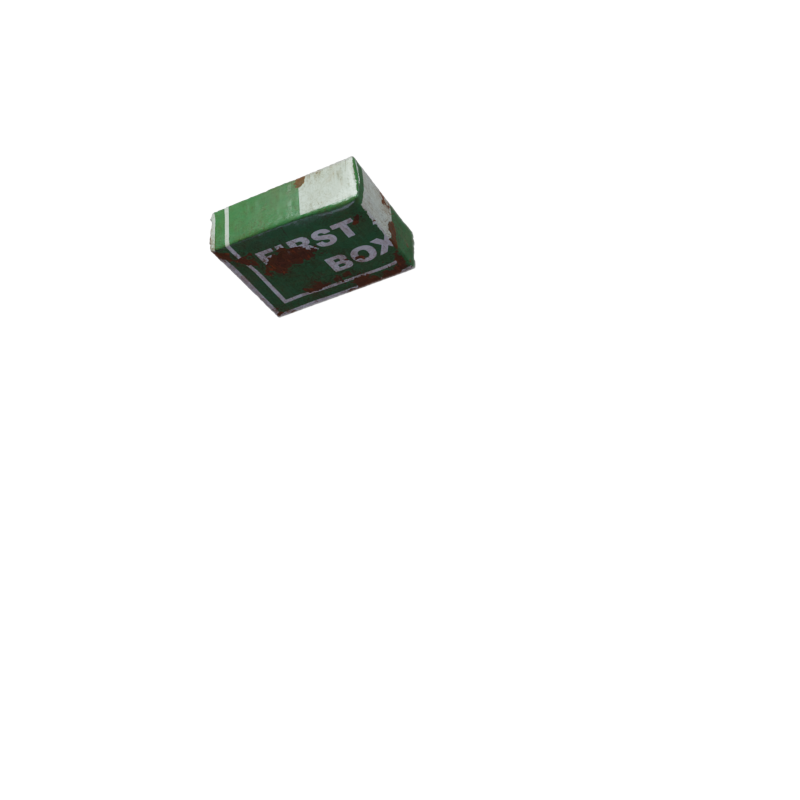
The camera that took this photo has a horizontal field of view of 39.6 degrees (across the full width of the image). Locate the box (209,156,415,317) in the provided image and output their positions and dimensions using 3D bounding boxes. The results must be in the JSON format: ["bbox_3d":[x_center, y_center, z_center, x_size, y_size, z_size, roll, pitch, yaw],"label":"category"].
[{"bbox_3d":[-0.059,-0.107,0.751,0.115,0.042,0.083,-16,-37,23],"label":"box"}]
